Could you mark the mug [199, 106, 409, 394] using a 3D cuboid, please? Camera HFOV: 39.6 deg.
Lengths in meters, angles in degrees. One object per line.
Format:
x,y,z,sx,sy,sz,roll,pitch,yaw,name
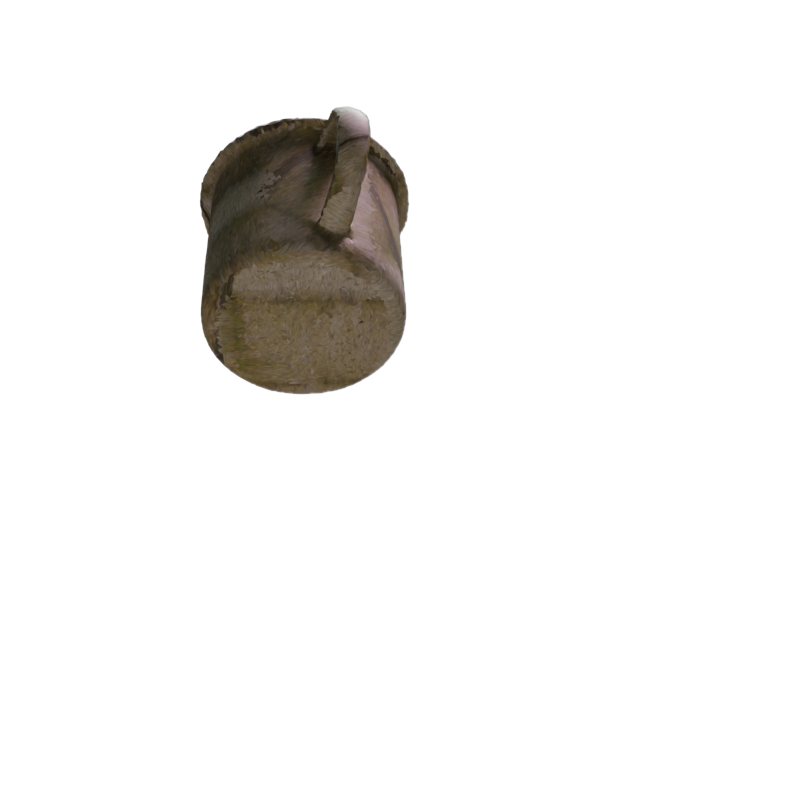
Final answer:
-0.036,-0.065,0.456,0.091,0.112,0.087,15,41,-16,mug
